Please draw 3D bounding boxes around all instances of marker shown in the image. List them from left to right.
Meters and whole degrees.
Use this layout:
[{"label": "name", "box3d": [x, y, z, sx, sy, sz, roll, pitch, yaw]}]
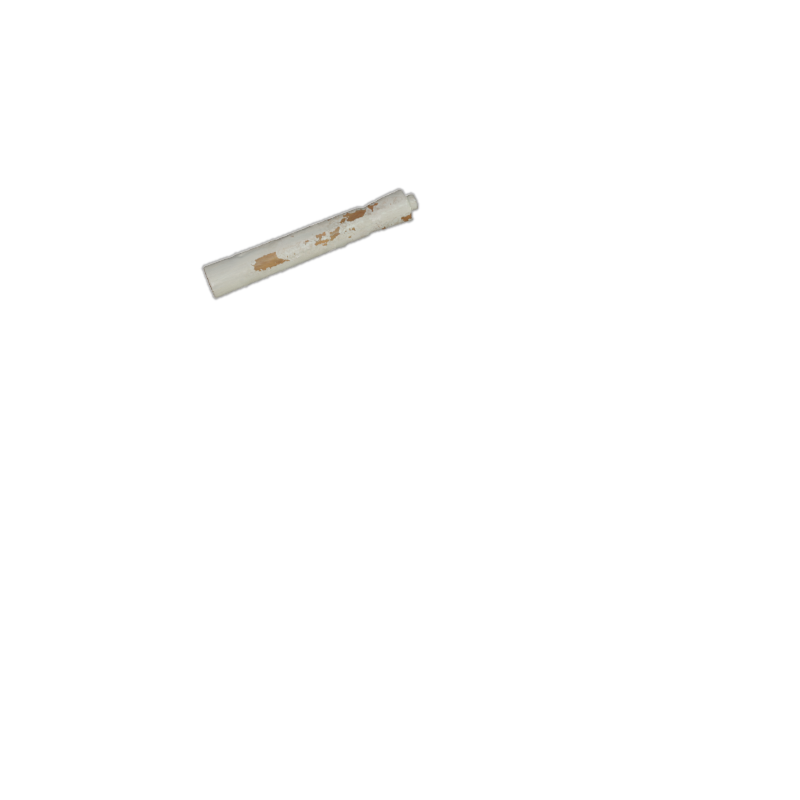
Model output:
[{"label": "marker", "box3d": [-0.047, -0.085, 0.596, 0.121, 0.019, 0.020, -23, 7, -7]}]
